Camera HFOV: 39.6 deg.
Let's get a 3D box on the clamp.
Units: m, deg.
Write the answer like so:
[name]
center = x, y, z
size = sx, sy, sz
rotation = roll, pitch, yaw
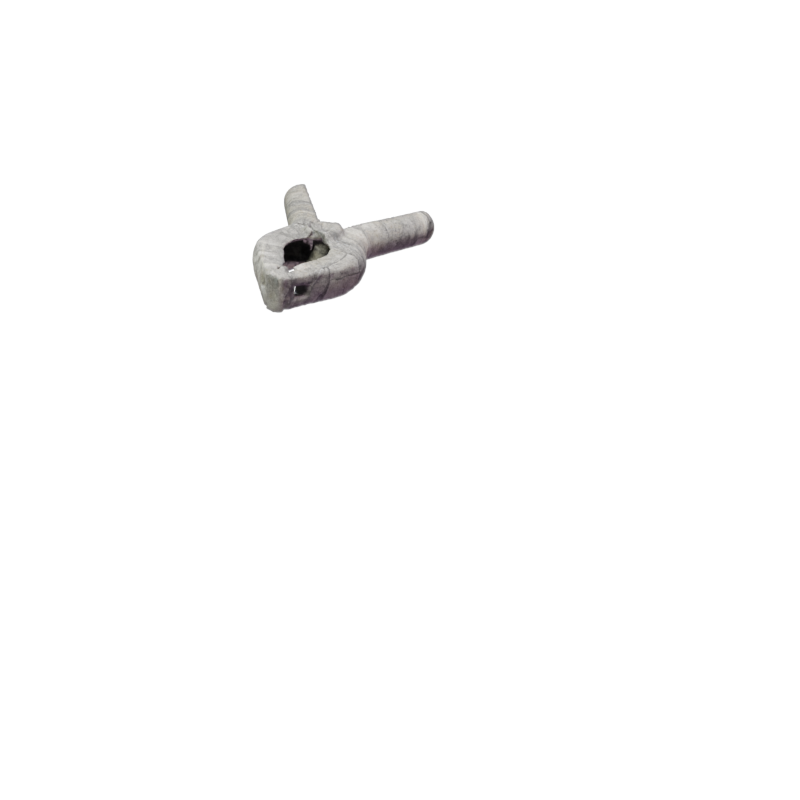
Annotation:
[clamp]
center = -0.063, -0.115, 0.802
size = 0.126, 0.037, 0.173
rotation = 14, 30, 26
